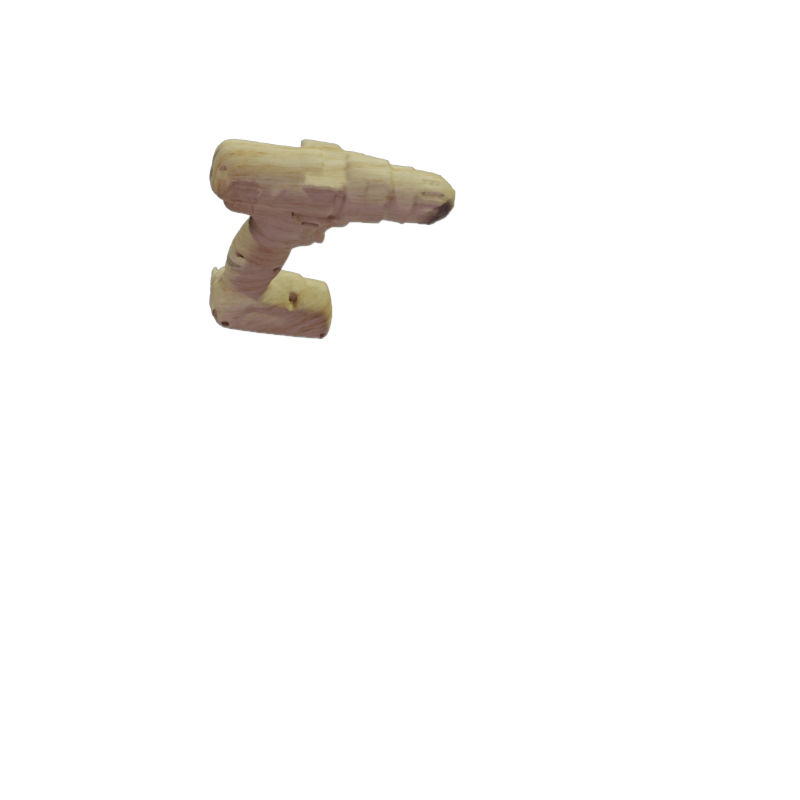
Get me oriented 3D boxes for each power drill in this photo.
[{"bbox_3d":[-0.068,-0.124,0.869,0.181,0.062,0.178,9,-39,-12],"label":"power drill"}]
